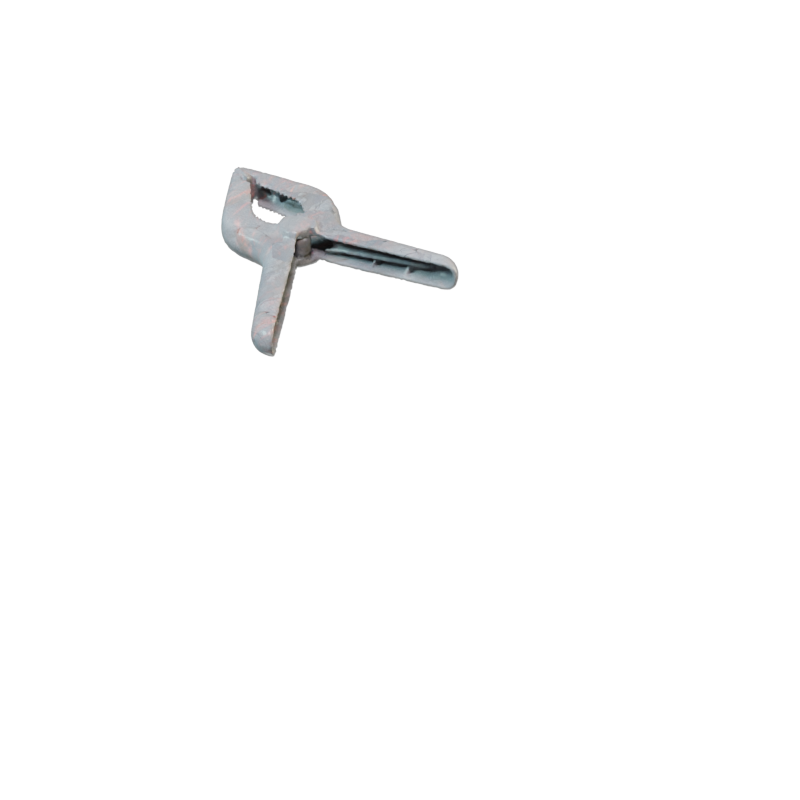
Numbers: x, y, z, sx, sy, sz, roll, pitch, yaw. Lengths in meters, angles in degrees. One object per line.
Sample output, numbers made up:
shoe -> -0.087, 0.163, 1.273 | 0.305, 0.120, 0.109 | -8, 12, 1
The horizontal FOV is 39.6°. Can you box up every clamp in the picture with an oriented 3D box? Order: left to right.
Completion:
clamp -> -0.066, -0.121, 0.849 | 0.162, 0.034, 0.227 | -16, 43, -18
